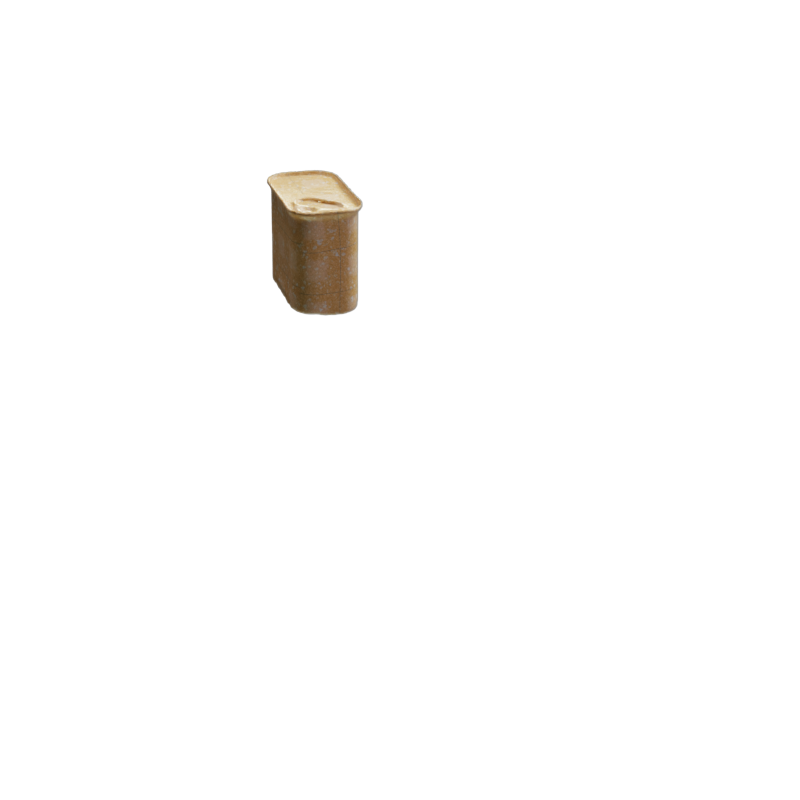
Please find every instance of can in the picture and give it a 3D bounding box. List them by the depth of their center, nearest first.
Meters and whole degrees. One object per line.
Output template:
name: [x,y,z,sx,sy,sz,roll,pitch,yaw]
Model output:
can: [-0.066,-0.121,0.850,0.056,0.080,0.109,-6,26,-16]
